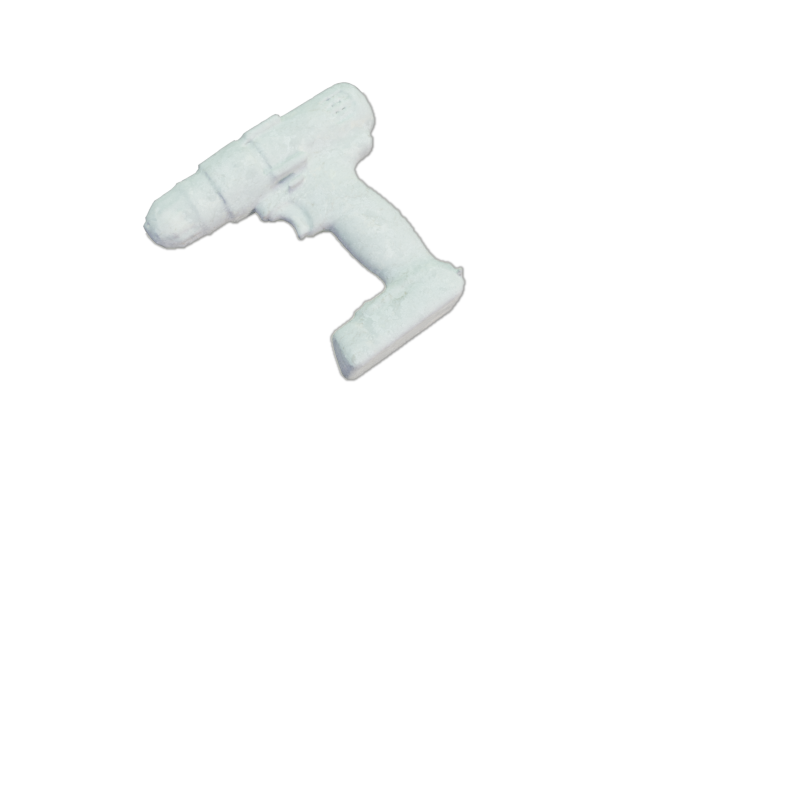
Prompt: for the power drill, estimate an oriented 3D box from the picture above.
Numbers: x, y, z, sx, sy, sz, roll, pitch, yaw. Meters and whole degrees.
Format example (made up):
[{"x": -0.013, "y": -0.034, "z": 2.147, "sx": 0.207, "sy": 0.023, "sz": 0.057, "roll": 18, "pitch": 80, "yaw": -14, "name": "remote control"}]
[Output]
[{"x": -0.060, "y": -0.110, "z": 0.772, "sx": 0.185, "sy": 0.194, "sz": 0.055, "roll": -34, "pitch": -12, "yaw": -9, "name": "power drill"}]
